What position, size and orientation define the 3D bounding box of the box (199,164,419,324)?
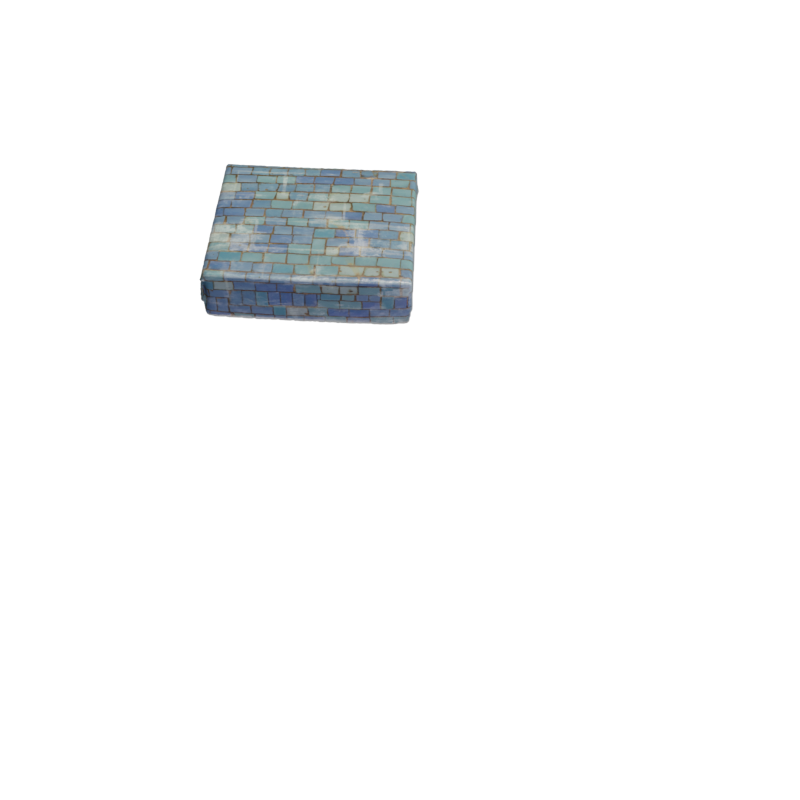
[{"bbox_3d":[-0.048,-0.087,0.613,0.114,0.096,0.036,3,-40,3],"label":"box"}]
